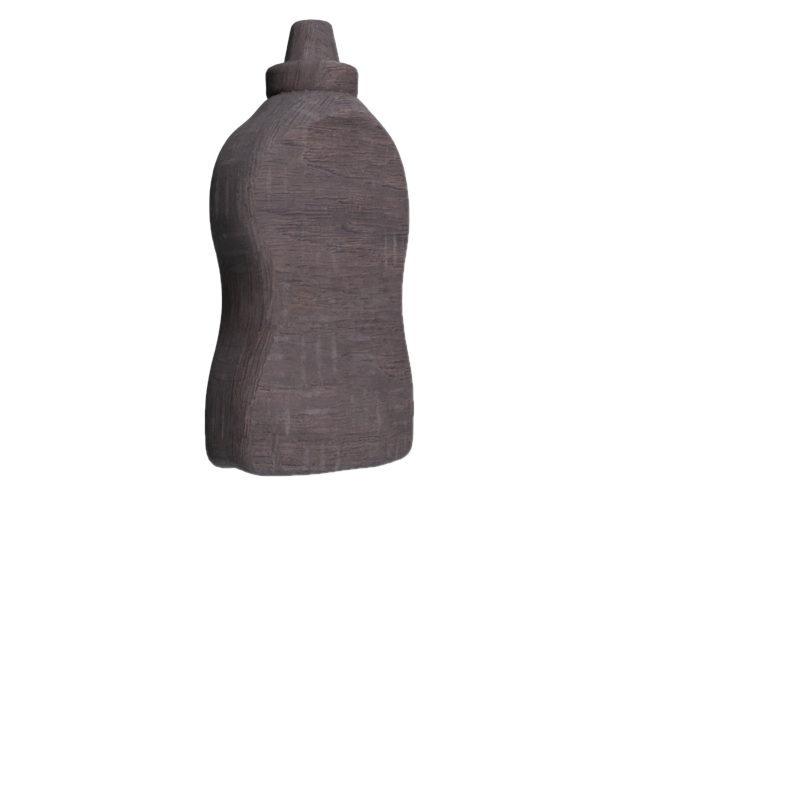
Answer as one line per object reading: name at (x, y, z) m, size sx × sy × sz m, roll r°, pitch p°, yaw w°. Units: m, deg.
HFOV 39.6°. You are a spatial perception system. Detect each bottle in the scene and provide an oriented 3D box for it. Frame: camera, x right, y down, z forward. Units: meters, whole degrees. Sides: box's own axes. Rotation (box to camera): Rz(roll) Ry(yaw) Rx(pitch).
bottle at (-0.038, -0.069, 0.480) m, size 0.092 × 0.193 × 0.060 m, roll 1°, pitch -3°, yaw -40°
